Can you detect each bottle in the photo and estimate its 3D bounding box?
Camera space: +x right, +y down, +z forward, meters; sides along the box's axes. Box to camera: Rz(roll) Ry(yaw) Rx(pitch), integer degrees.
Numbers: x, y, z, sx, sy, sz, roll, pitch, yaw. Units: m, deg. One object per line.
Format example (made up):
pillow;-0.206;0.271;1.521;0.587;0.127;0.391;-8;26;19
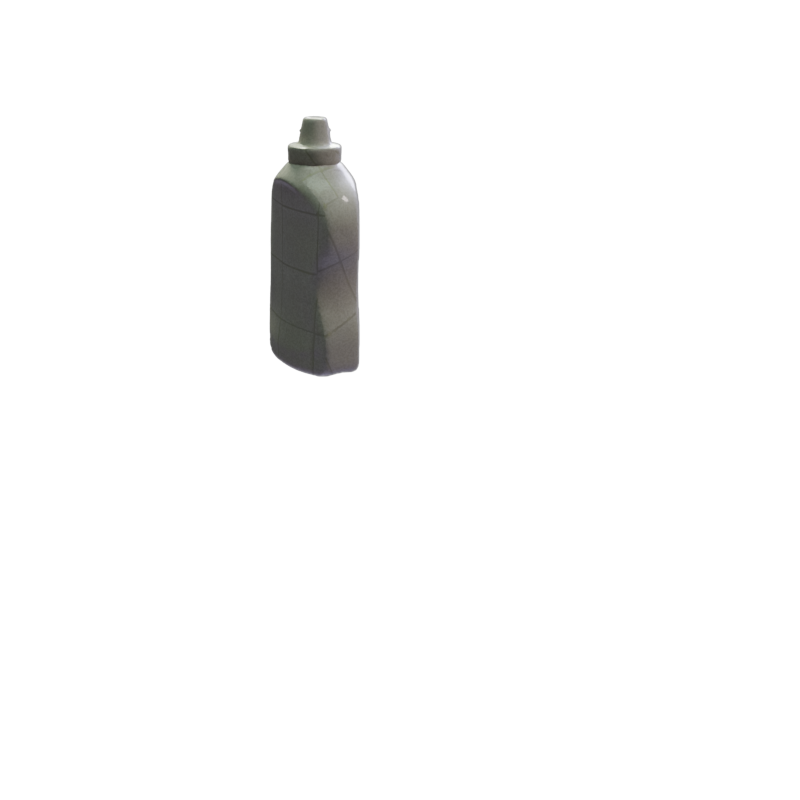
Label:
bottle;-0.066;-0.122;0.854;0.057;0.185;0.102;-7;17;-27
